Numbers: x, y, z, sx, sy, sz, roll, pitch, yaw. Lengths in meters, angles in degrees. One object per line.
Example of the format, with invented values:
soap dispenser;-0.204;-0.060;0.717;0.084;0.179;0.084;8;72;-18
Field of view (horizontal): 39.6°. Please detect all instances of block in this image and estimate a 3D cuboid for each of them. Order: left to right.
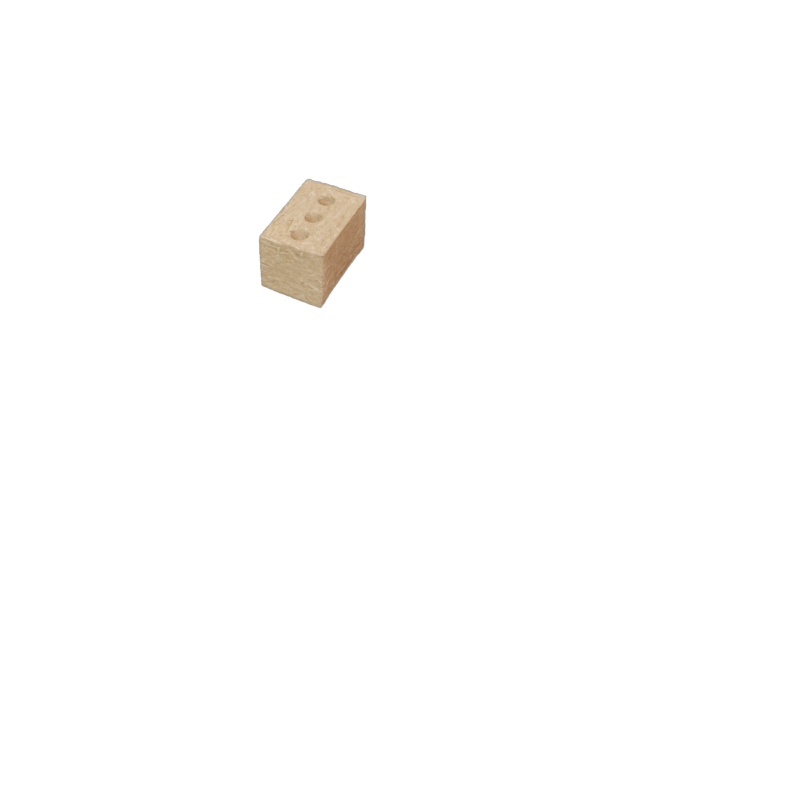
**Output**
block;-0.065;-0.118;0.827;0.054;0.048;0.081;18;48;15
